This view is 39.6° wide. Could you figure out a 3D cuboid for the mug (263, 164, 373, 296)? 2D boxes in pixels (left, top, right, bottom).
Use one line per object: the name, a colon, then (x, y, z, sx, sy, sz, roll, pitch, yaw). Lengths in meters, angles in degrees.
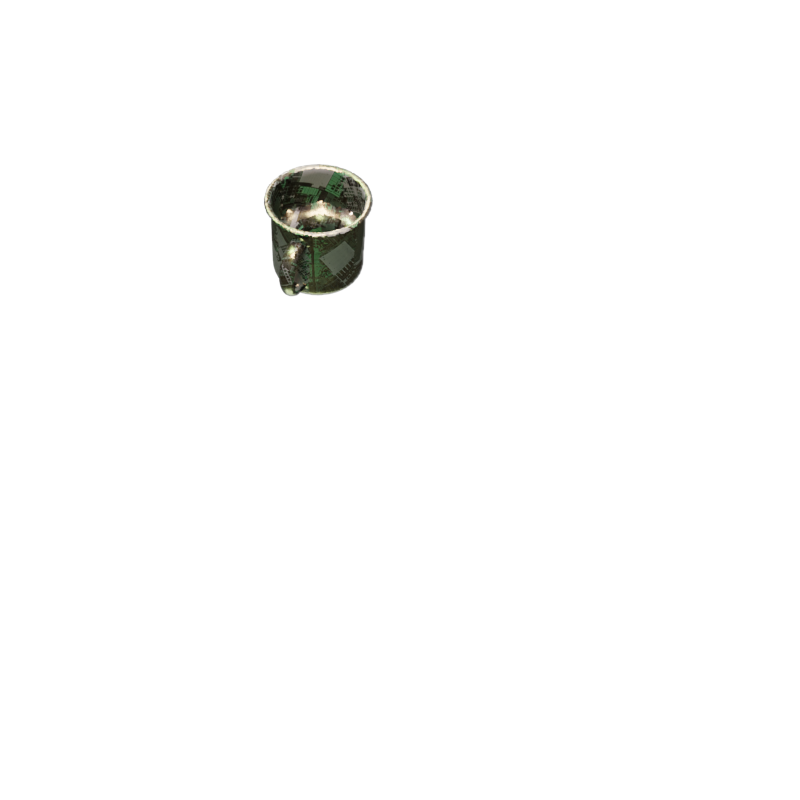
mug: (-0.076, -0.138, 0.965, 0.095, 0.123, 0.076, 14, -41, 11)
